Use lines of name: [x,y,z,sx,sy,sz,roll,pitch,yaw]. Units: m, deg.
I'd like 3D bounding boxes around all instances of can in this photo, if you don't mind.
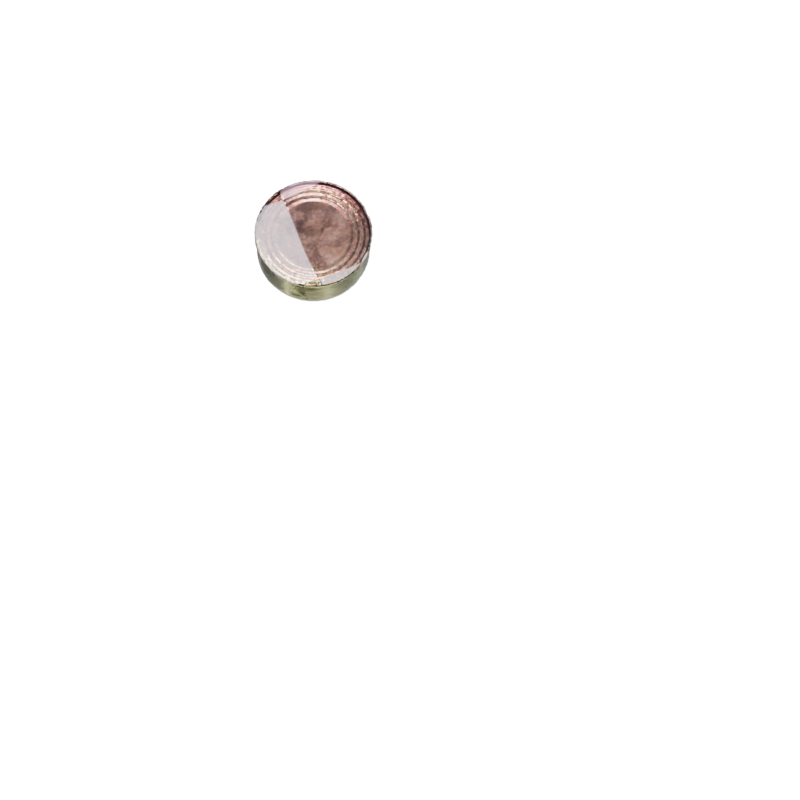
can: [-0.064,-0.117,0.820,0.086,0.091,0.032,-1,-23,-1]
